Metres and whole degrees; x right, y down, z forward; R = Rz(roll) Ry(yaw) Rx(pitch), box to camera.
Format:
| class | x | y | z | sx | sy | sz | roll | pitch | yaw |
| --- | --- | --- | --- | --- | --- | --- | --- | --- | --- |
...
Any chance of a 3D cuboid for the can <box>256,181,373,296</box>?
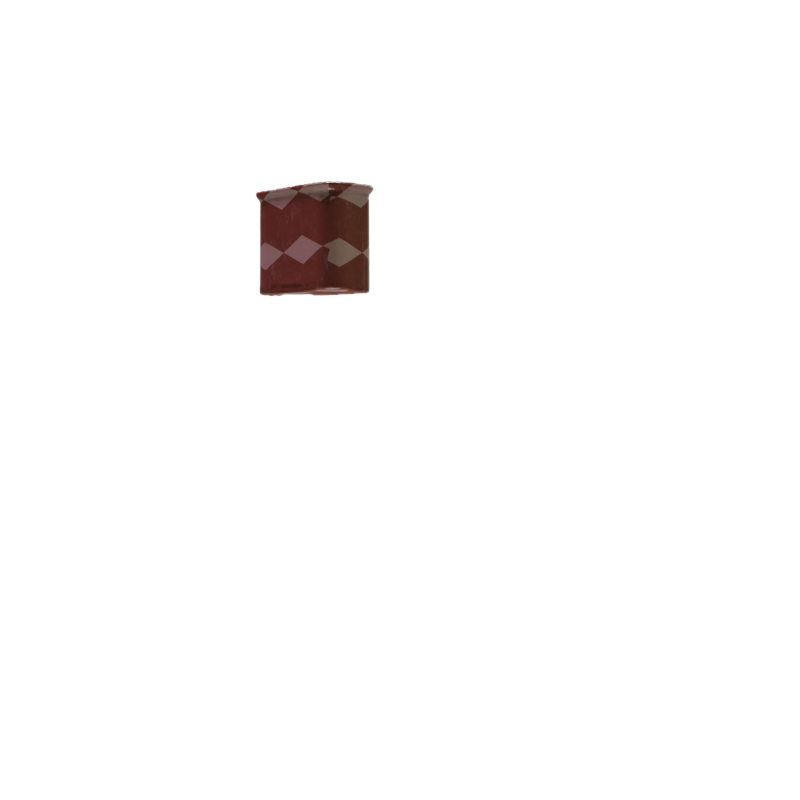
| class | x | y | z | sx | sy | sz | roll | pitch | yaw |
| --- | --- | --- | --- | --- | --- | --- | --- | --- | --- |
| can | -0.069 | -0.126 | 0.884 | 0.055 | 0.085 | 0.105 | 3 | -2 | -43 |
